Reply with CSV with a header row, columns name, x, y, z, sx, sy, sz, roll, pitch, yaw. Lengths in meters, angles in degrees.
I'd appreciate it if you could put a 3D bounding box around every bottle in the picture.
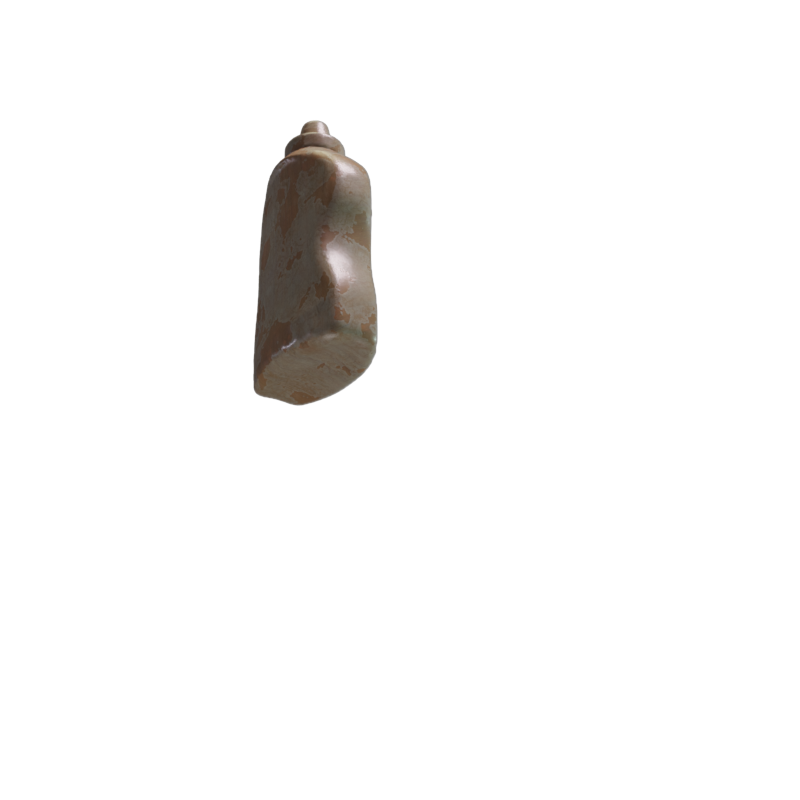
name,x,y,z,sx,sy,sz,roll,pitch,yaw
bottle,-0.055,-0.100,0.704,0.056,0.205,0.094,17,-37,-28
